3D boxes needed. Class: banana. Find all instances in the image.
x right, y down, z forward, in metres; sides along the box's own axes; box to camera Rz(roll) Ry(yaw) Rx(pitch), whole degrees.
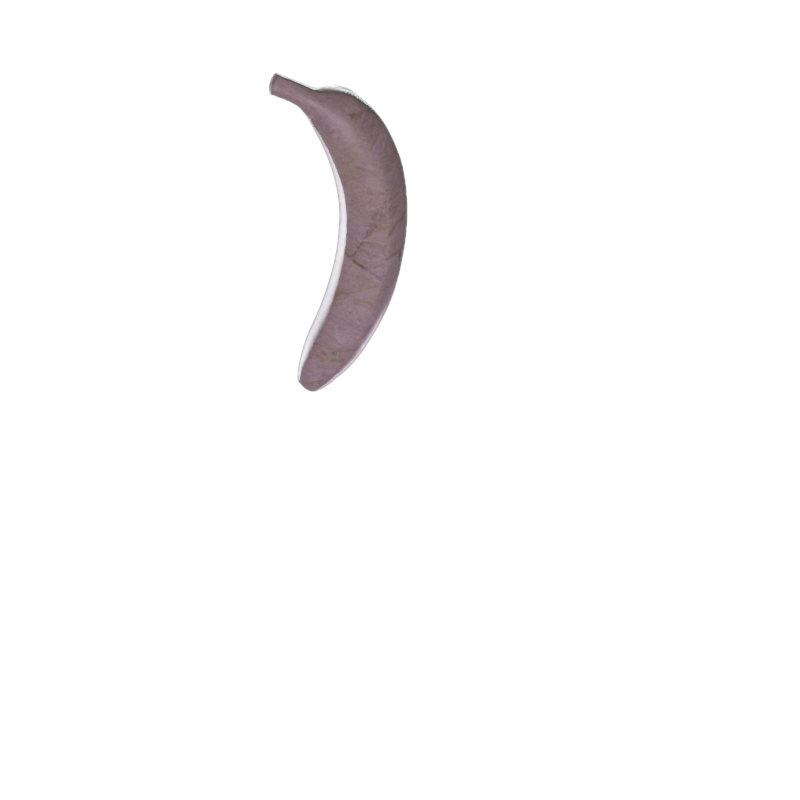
[{"bbox_3d":[-0.030,-0.093,0.617,0.070,0.186,0.039,-3,29,1],"label":"banana"}]
